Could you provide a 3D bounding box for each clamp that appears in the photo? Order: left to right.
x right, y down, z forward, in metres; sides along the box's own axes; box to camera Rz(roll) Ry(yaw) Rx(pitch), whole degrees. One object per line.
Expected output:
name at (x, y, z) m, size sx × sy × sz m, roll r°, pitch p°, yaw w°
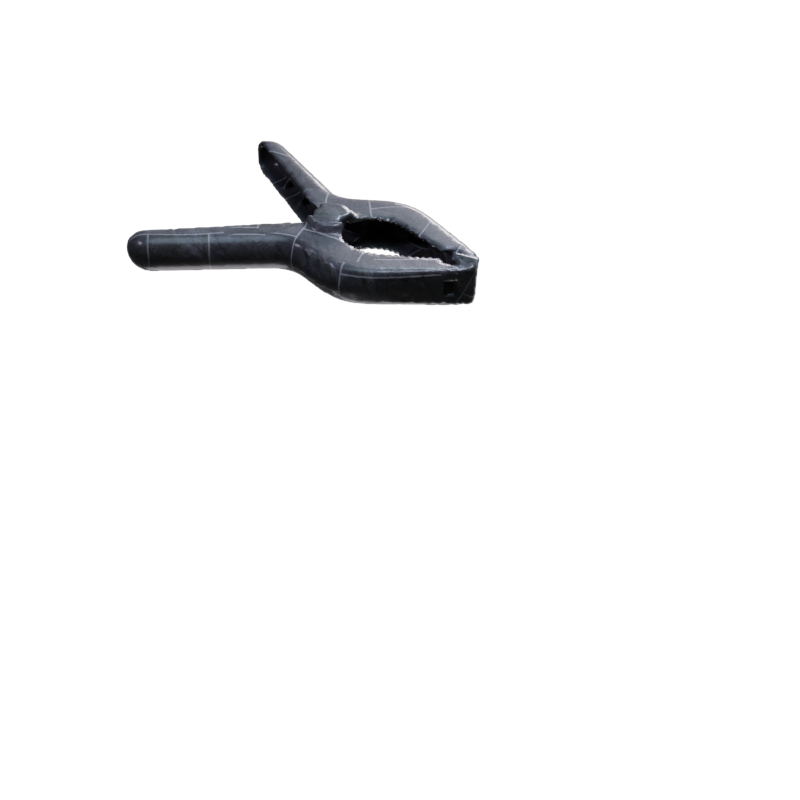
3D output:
clamp at (-0.055, -0.100, 0.699) m, size 0.222 × 0.034 × 0.167 m, roll 24°, pitch 44°, yaw 27°
